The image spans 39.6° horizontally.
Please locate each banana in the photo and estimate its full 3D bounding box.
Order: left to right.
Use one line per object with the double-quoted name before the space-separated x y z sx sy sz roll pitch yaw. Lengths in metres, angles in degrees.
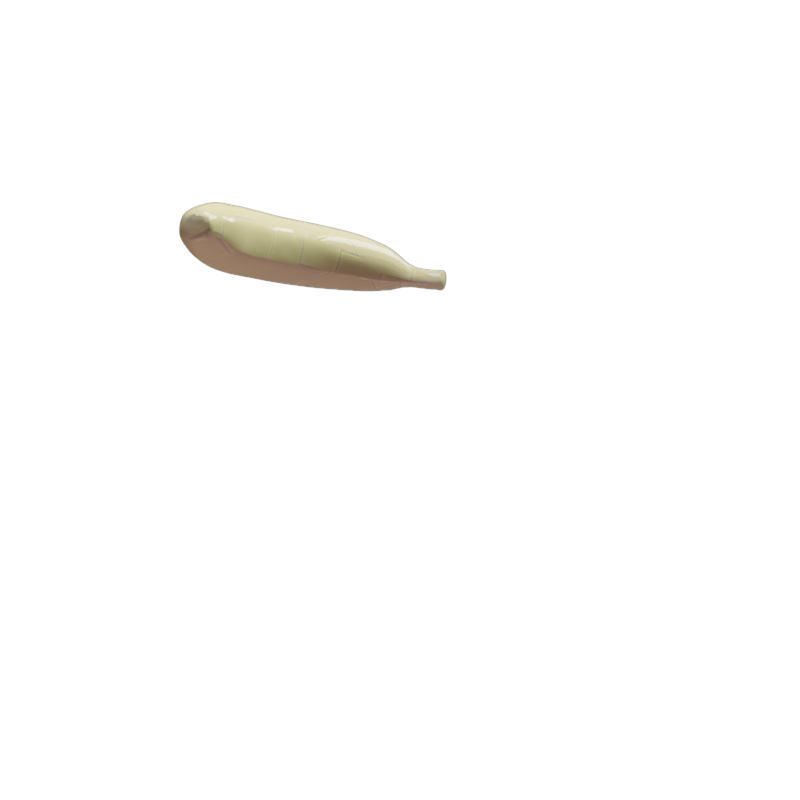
"banana" -0.059 -0.085 0.618 0.072 0.037 0.189 -4 -4 42
